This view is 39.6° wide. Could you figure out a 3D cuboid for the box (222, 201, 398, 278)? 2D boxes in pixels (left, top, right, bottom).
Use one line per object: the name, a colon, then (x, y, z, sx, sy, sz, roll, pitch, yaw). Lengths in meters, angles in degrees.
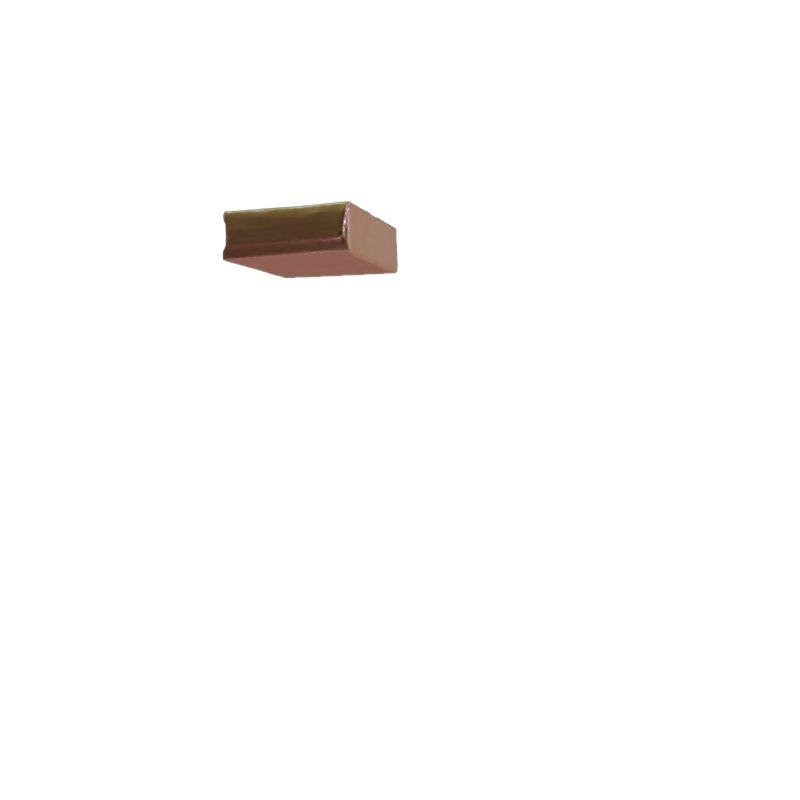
box: (-0.049, -0.089, 0.625, 0.075, 0.031, 0.086, -1, -3, 20)
